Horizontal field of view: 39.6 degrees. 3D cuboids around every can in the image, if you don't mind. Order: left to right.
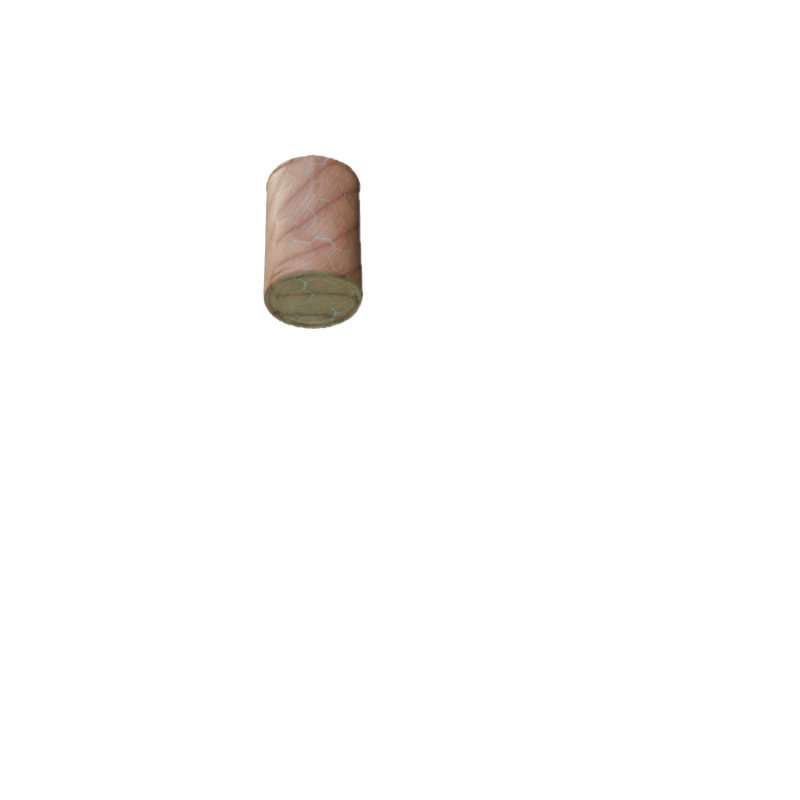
[{"bbox_3d":[-0.060,-0.109,0.765,0.068,0.109,0.064,-1,-35,-2],"label":"can"}]
